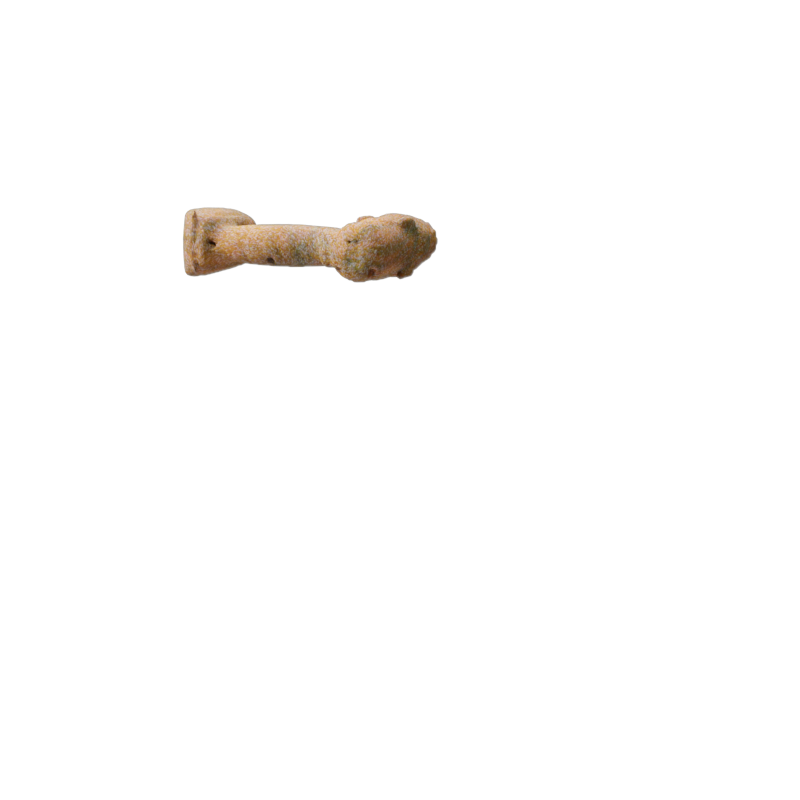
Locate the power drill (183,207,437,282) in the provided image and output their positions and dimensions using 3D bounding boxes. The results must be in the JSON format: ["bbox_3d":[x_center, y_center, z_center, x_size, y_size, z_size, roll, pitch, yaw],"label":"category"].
[{"bbox_3d":[-0.073,-0.132,0.928,0.192,0.057,0.182,3,9,18],"label":"power drill"}]
